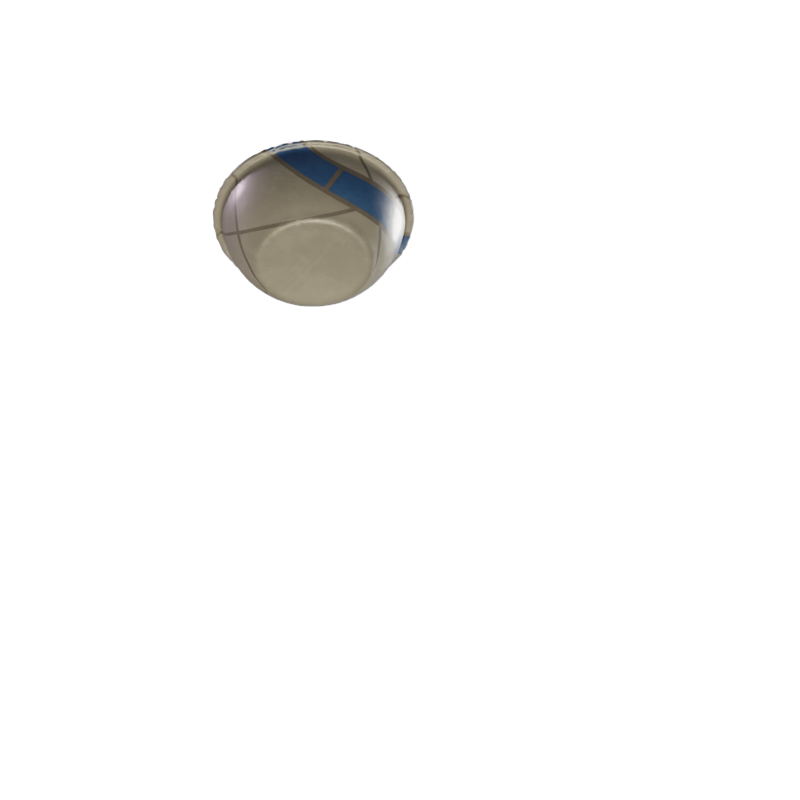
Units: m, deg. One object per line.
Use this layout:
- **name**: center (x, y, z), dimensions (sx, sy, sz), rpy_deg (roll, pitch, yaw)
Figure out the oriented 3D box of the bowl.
- **bowl**: center (-0.068, -0.125, 0.873), dimensions (0.162, 0.151, 0.059), rpy_deg (1, 45, -1)
